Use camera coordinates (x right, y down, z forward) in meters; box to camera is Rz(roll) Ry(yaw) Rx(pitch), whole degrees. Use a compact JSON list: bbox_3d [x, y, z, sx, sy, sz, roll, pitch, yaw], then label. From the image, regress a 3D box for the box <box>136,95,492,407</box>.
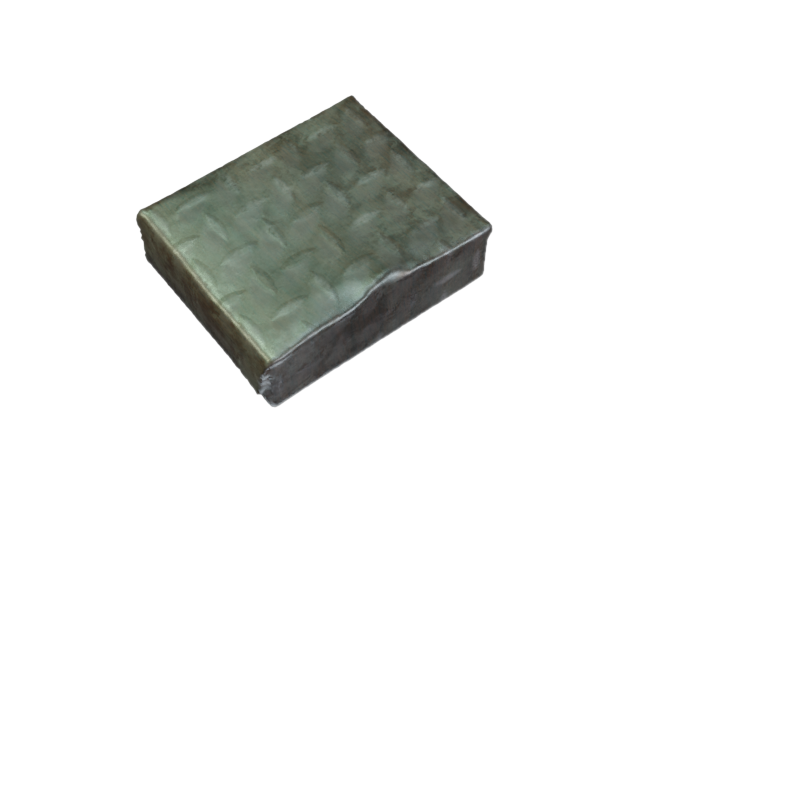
[{"bbox_3d":[-0.028,-0.051,0.356,0.089,0.078,0.028,-32,-29,-21],"label":"box"}]
